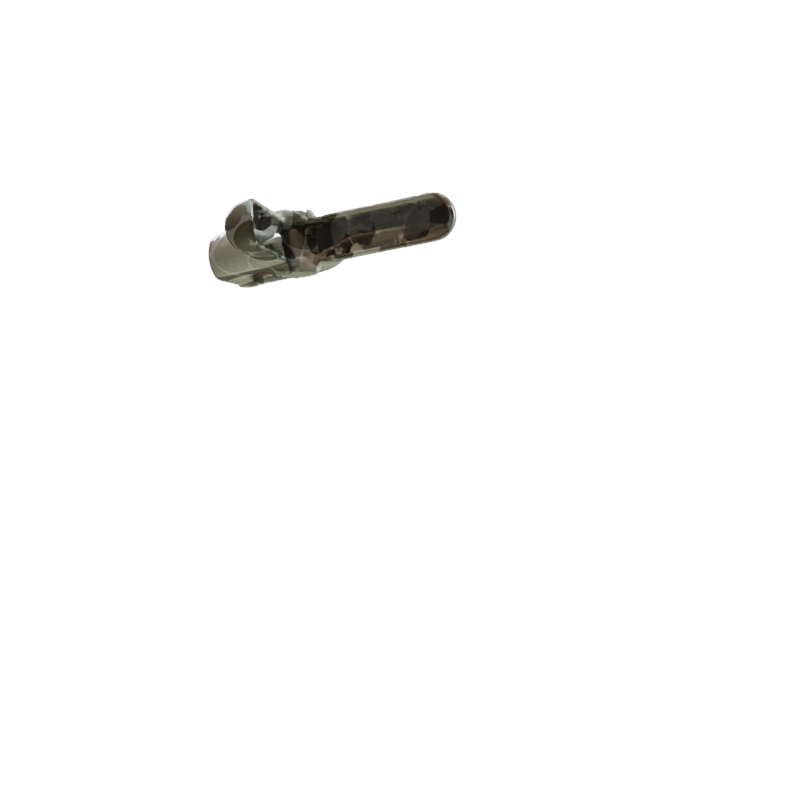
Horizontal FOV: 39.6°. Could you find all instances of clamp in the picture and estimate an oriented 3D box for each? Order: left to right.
[{"bbox_3d":[-0.048,-0.087,0.607,0.118,0.039,0.174,0,1,-17],"label":"clamp"}]
